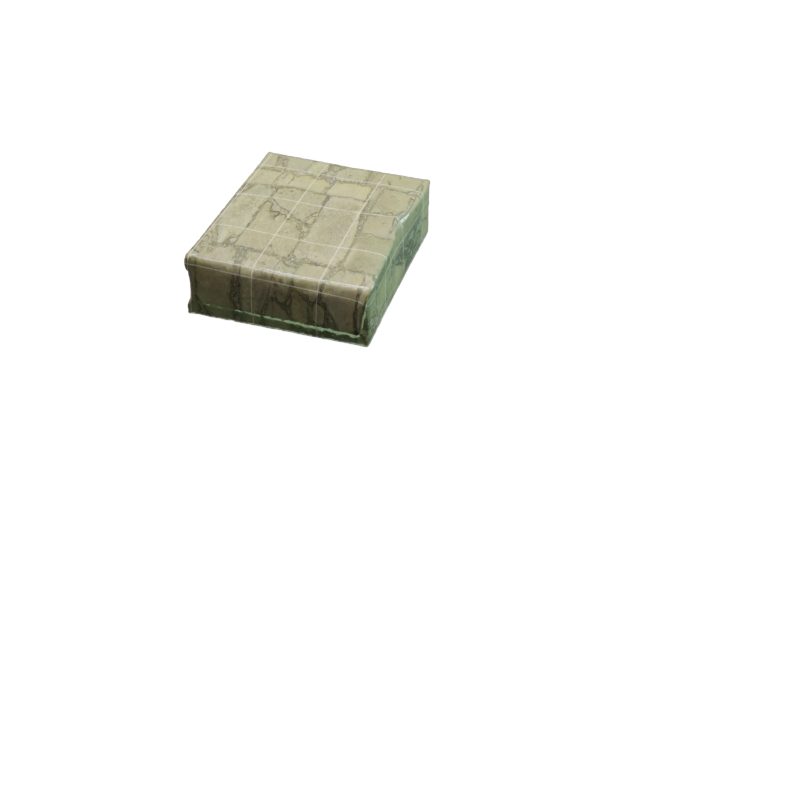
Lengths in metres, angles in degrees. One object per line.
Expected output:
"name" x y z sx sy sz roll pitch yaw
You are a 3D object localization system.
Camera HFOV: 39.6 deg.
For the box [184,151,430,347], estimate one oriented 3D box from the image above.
"box" -0.034 -0.063 0.439 0.075 0.028 0.093 11 39 14
